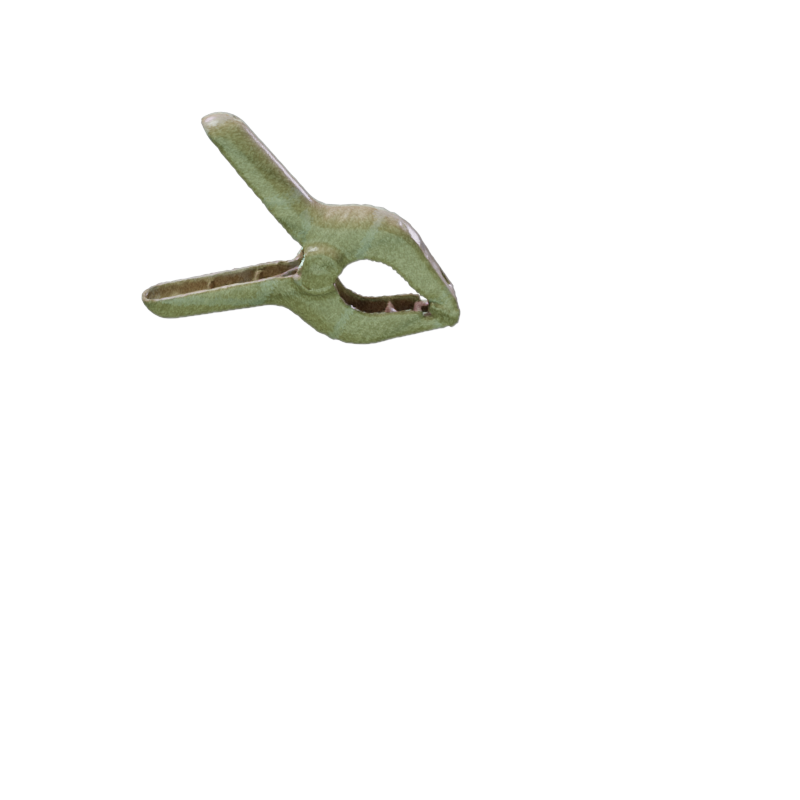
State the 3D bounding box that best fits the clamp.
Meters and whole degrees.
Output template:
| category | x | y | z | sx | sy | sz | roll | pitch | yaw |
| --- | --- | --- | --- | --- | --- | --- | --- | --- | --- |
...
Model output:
| category | x | y | z | sx | sy | sz | roll | pitch | yaw |
| --- | --- | --- | --- | --- | --- | --- | --- | --- | --- |
| clamp | -0.046 | -0.085 | 0.593 | 0.170 | 0.114 | 0.042 | 10 | 31 | -6 |
